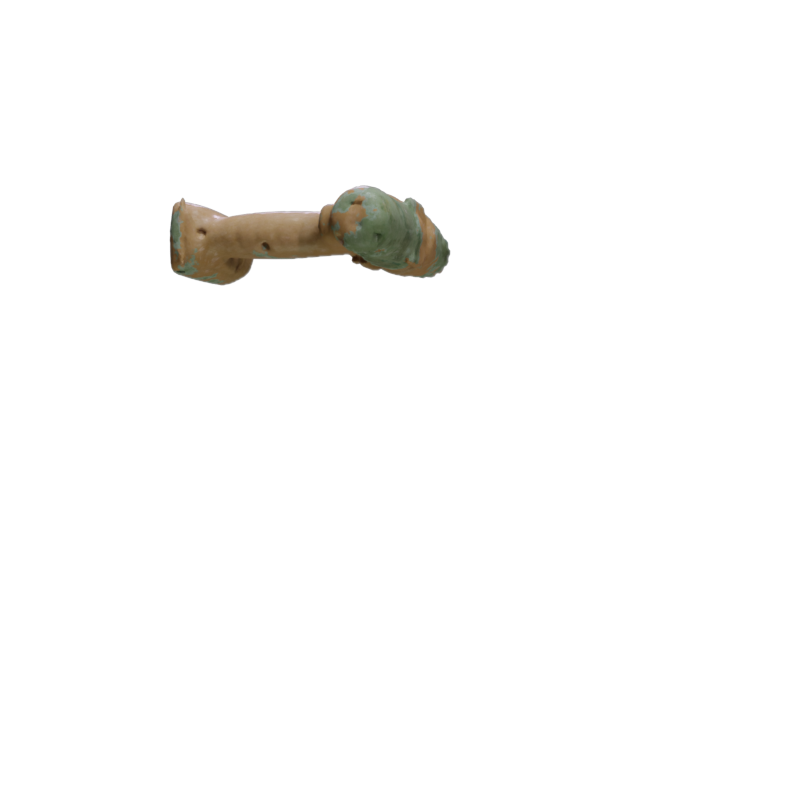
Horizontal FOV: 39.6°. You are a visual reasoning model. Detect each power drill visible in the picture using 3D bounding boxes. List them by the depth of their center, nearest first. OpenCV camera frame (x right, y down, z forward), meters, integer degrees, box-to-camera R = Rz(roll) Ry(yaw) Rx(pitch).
[{"bbox_3d":[-0.066,-0.121,0.846,0.192,0.059,0.177,-2,-5,19],"label":"power drill"}]
